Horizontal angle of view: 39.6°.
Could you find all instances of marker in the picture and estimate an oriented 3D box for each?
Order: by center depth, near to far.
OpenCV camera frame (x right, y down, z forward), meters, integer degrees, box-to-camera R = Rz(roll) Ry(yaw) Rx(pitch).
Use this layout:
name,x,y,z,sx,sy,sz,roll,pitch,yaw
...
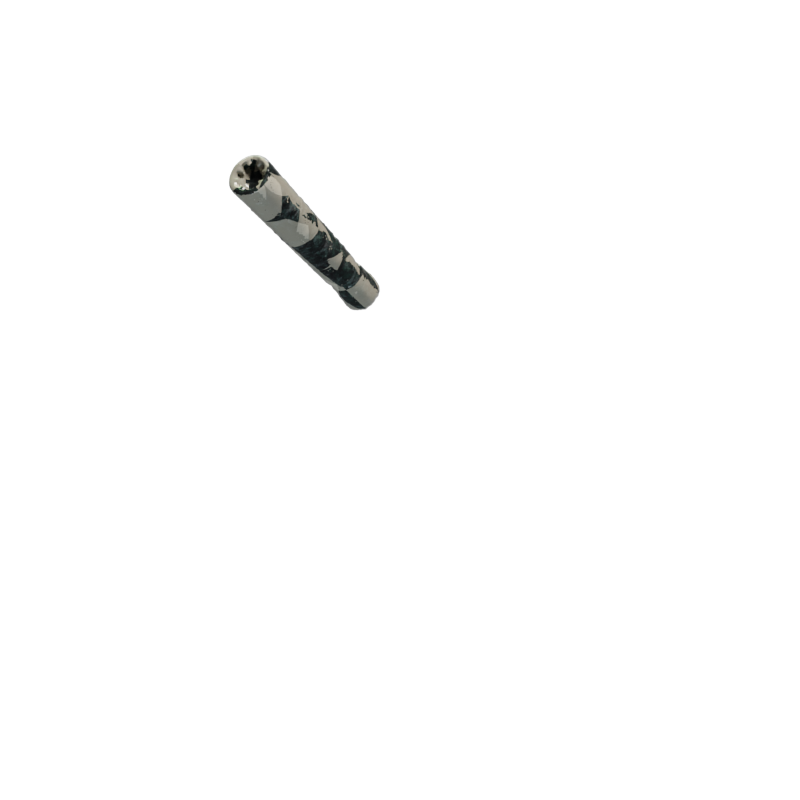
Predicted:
name,x,y,z,sx,sy,sz,roll,pitch,yaw
marker,-0.038,-0.069,0.487,0.020,0.021,0.112,2,-20,26
